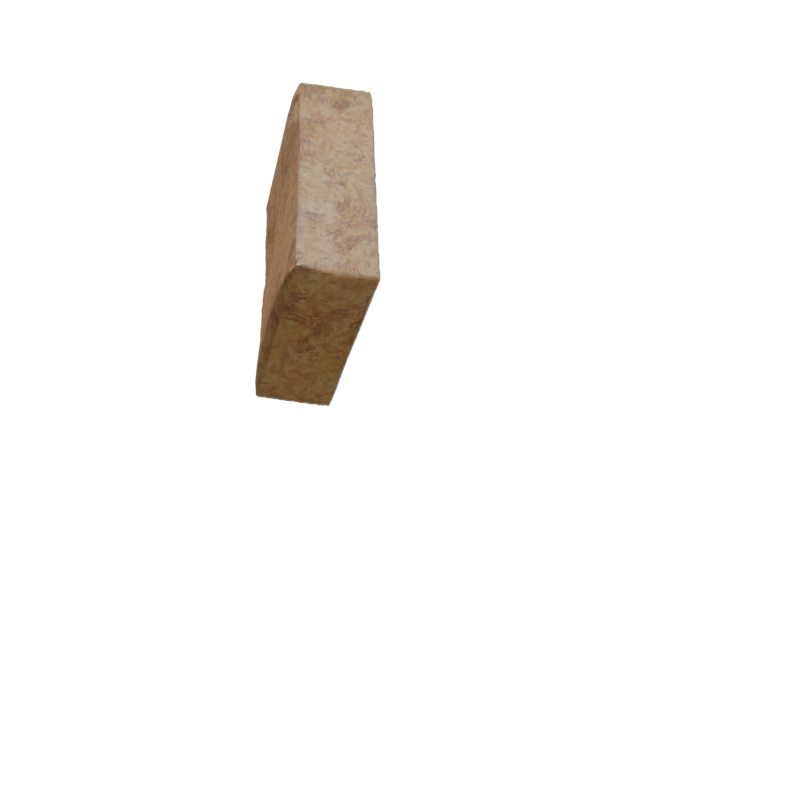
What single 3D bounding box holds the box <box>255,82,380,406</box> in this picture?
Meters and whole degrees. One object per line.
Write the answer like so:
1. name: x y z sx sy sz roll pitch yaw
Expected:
1. box: -0.072 -0.131 0.914 0.070 0.229 0.156 8 -41 -13
